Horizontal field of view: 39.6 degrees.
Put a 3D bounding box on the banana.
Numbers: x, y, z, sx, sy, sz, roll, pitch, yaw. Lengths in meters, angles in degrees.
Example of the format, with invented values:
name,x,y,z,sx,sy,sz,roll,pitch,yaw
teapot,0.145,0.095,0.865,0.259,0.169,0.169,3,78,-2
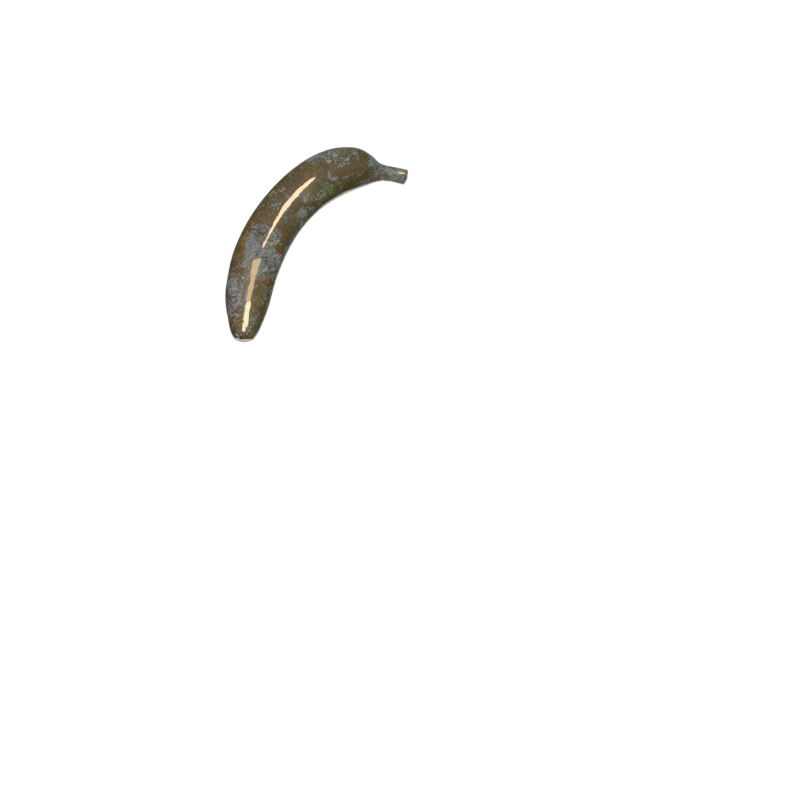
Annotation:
name,x,y,z,sx,sy,sz,roll,pitch,yaw
banana,-0.077,-0.130,0.826,0.073,0.202,0.034,33,-25,17
